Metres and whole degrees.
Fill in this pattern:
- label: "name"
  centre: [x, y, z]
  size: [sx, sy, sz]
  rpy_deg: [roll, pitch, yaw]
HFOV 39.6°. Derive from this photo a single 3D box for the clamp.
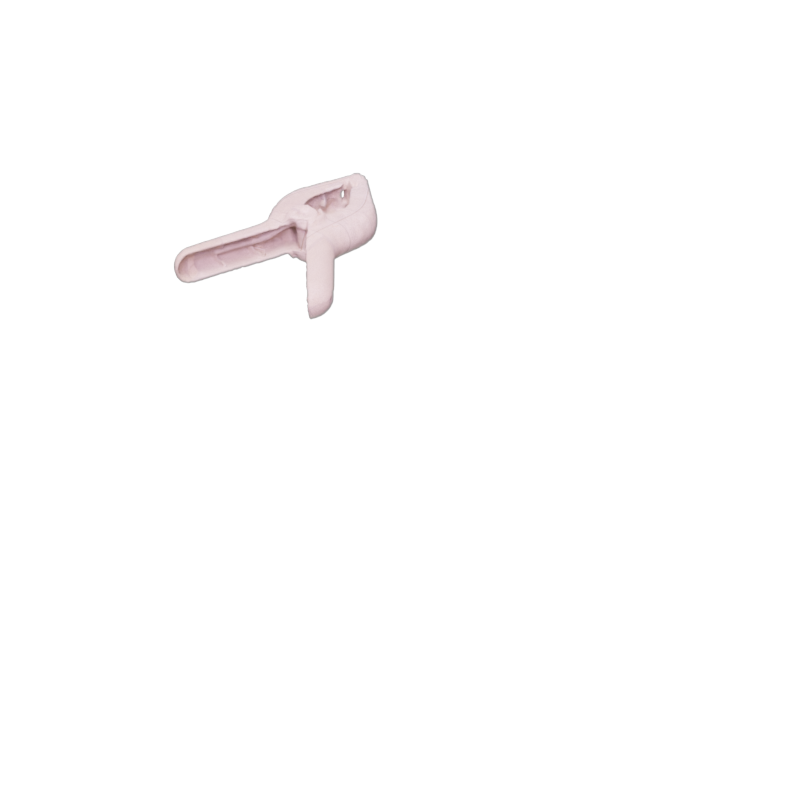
- label: "clamp"
  centre: [-0.061, -0.112, 0.782]
  size: [0.127, 0.037, 0.173]
  rpy_deg: [26, 46, 28]
